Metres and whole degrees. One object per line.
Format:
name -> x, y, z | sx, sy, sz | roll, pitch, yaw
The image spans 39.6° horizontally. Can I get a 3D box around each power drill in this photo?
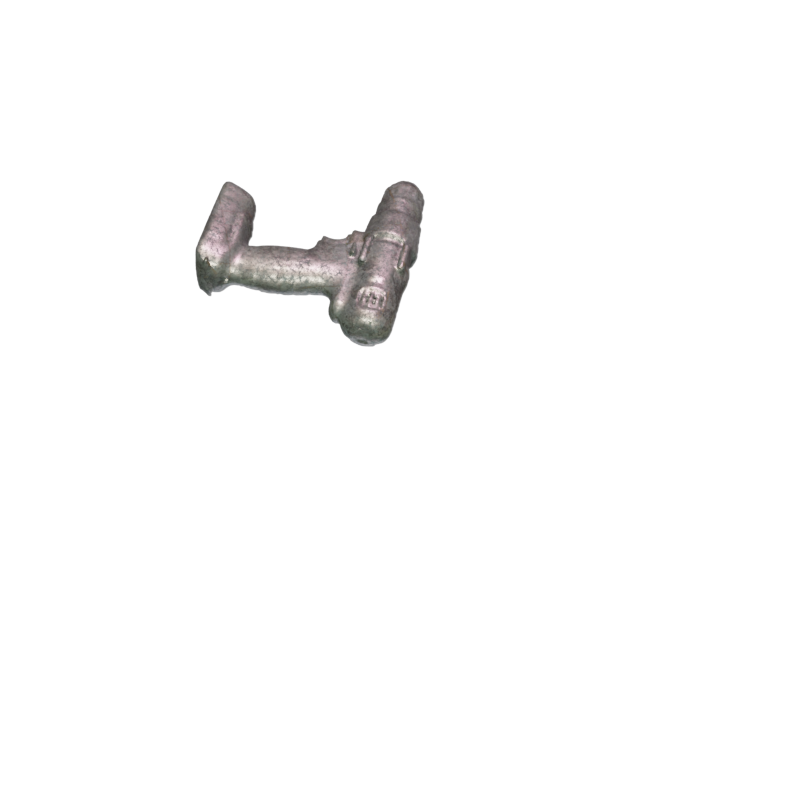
power drill -> -0.078, -0.142, 0.997 | 0.191, 0.195, 0.053 | 10, -40, 8
